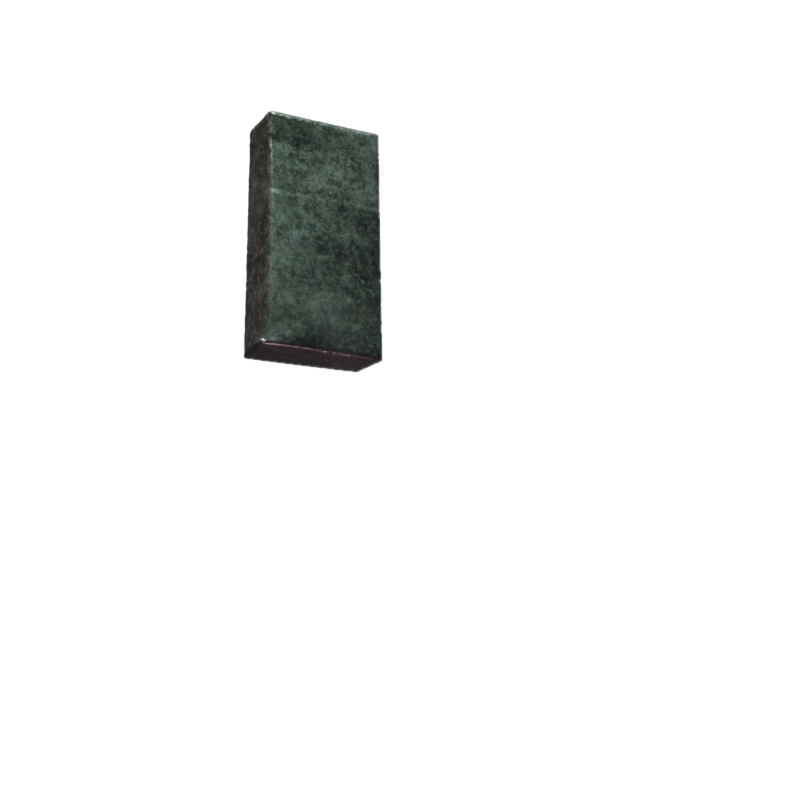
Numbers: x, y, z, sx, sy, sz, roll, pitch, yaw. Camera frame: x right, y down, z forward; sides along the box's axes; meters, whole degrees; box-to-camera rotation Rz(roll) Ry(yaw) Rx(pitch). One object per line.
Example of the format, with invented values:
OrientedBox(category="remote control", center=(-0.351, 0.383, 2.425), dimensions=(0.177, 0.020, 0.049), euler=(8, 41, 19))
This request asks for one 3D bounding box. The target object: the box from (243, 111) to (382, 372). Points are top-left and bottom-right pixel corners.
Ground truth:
OrientedBox(category="box", center=(-0.063, -0.114, 0.801), dimensions=(0.090, 0.185, 0.047), euler=(9, -24, -25))
